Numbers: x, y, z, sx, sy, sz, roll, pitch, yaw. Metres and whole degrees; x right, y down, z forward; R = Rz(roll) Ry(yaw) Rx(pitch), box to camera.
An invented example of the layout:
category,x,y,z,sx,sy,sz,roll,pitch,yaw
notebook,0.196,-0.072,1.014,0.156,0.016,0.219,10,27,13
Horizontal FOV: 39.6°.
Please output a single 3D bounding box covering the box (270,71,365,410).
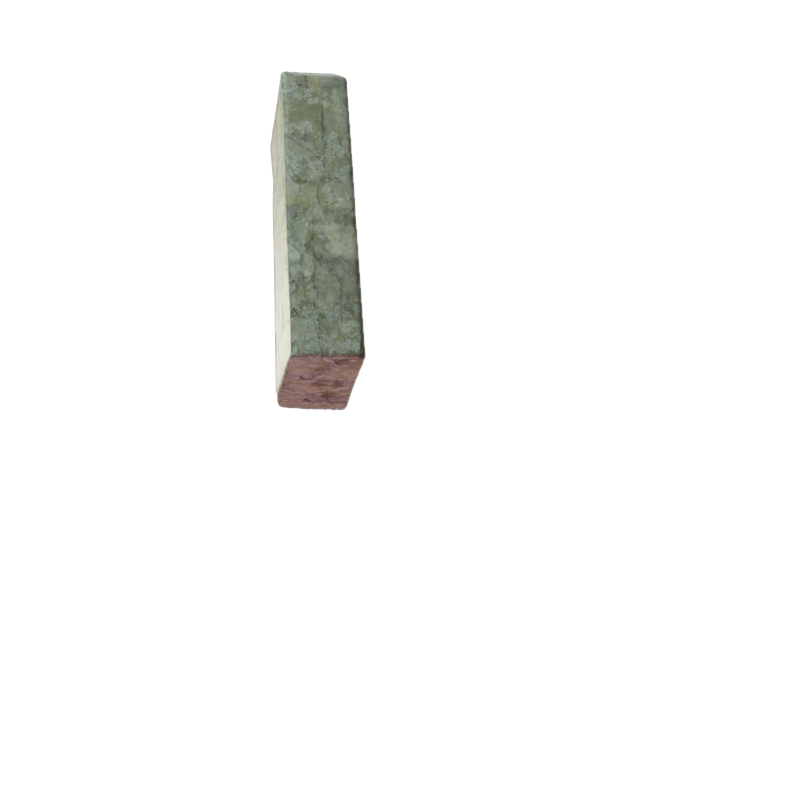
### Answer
category,x,y,z,sx,sy,sz,roll,pitch,yaw
box,-0.050,-0.092,0.641,0.047,0.186,0.089,2,-23,-9
